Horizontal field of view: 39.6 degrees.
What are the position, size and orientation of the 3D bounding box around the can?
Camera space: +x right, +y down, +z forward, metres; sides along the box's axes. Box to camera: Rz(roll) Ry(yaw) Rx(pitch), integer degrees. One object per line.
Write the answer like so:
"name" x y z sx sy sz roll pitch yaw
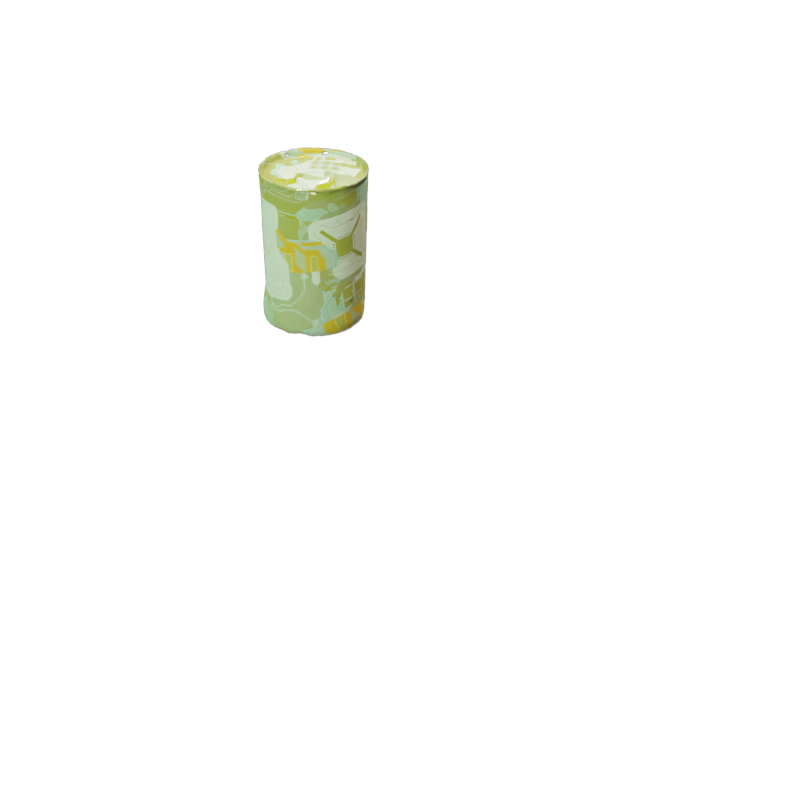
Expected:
"can" -0.055 -0.100 0.700 0.068 0.096 0.073 0 29 -2
